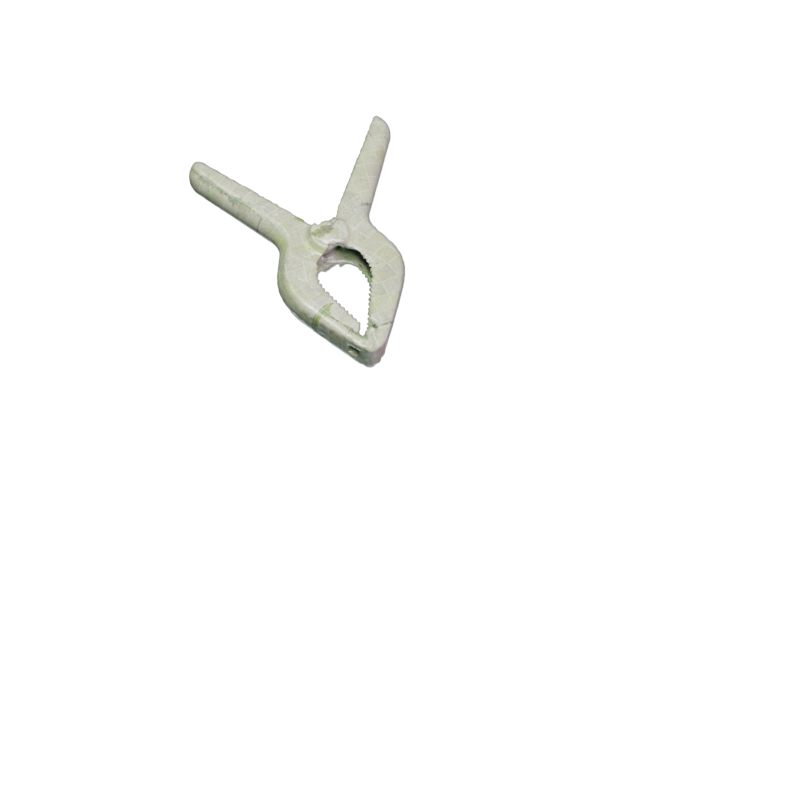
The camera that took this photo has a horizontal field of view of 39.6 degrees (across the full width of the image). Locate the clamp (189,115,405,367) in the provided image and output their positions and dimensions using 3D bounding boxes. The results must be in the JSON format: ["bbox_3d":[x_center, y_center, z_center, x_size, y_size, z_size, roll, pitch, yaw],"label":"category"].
[{"bbox_3d":[-0.065,-0.119,0.832,0.163,0.225,0.034,-12,-30,-7],"label":"clamp"}]
